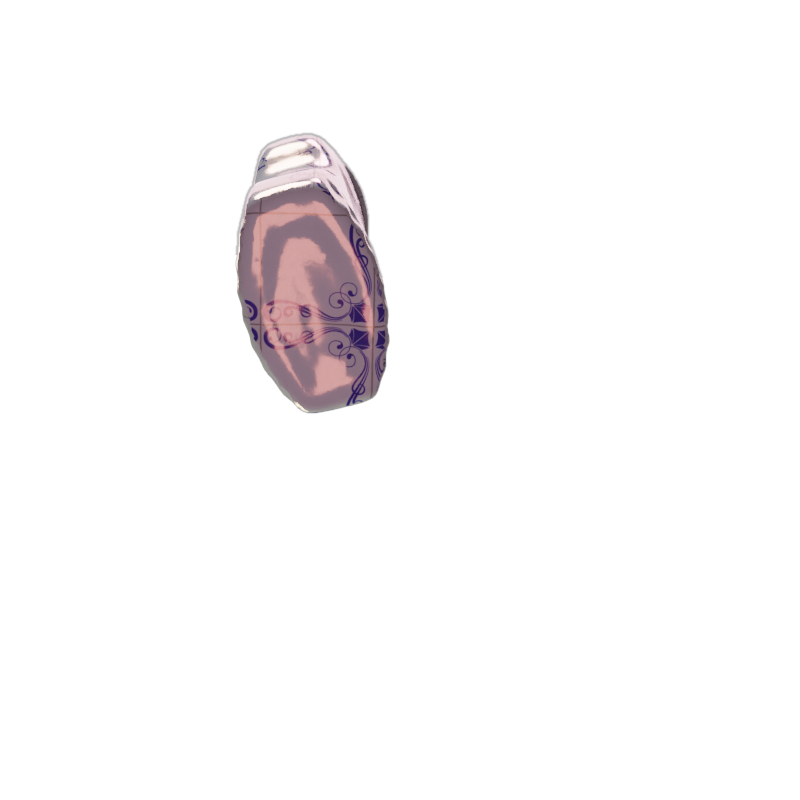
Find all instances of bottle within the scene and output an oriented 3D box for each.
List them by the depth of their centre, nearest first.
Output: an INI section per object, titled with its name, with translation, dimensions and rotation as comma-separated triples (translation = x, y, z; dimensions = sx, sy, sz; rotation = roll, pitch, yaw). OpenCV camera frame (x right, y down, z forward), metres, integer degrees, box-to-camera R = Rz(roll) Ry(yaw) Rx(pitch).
[bottle]
translation = -0.042, -0.075, 0.525
dimensions = 0.058, 0.092, 0.201
rotation = -15, 22, 2
